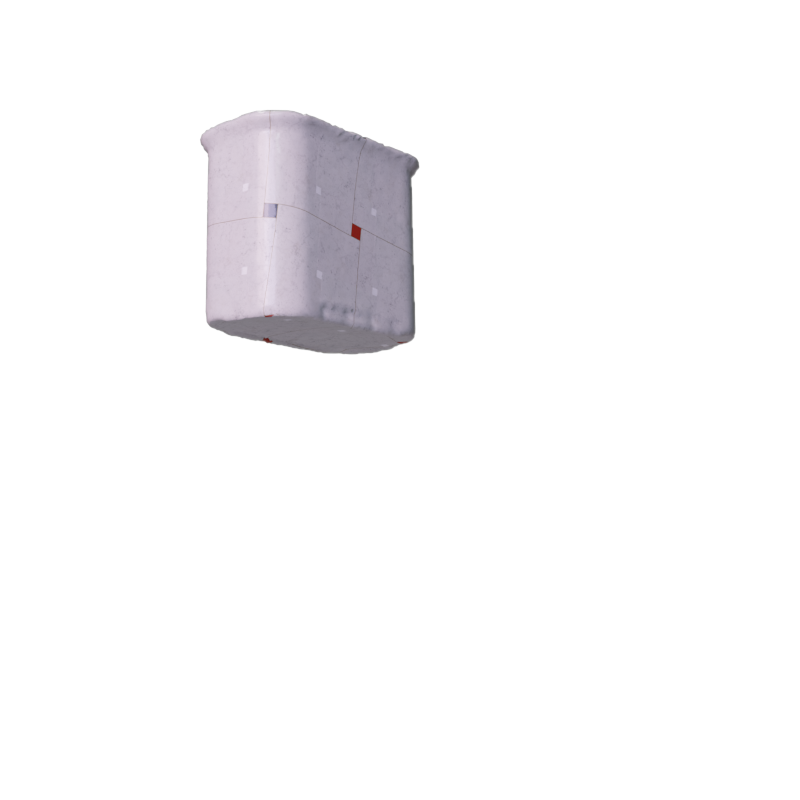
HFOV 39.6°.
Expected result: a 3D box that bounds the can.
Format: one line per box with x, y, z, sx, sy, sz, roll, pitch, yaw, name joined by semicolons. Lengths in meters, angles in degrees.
-0.037;-0.068;0.477;0.059;0.087;0.096;-12;-15;40;can
